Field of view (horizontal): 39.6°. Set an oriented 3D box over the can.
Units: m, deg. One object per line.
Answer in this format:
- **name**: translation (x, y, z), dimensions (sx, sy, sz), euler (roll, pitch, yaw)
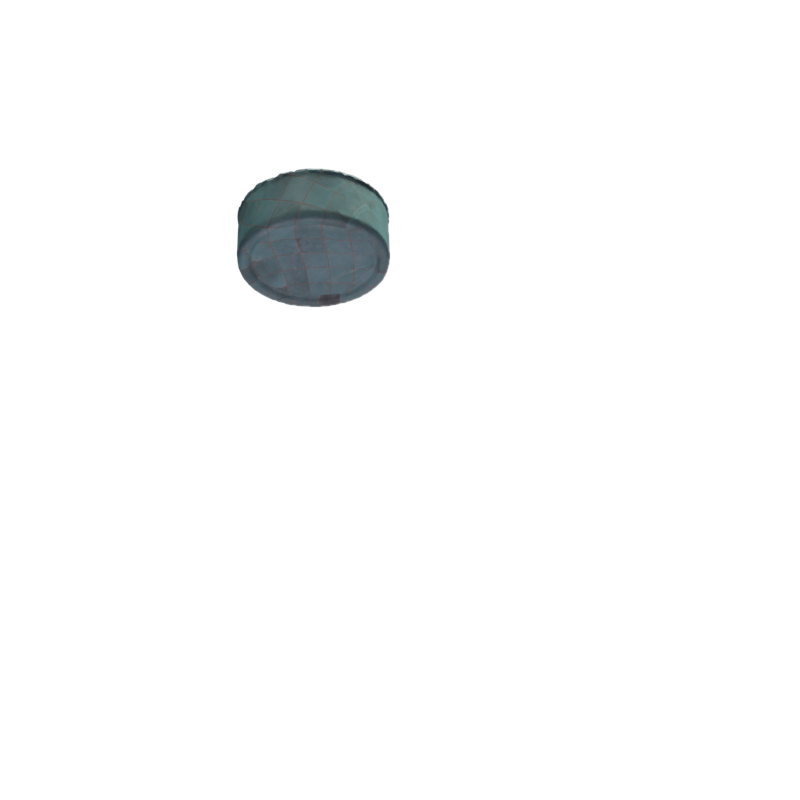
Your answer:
- **can**: translation (-0.048, -0.088, 0.616), dimensions (0.086, 0.036, 0.080), euler (1, -33, -2)
